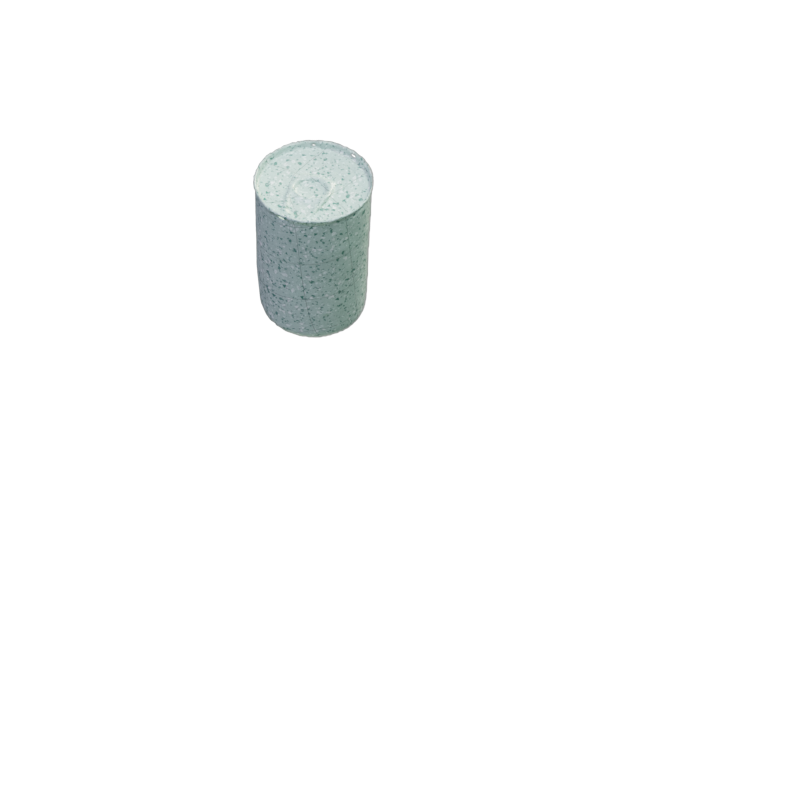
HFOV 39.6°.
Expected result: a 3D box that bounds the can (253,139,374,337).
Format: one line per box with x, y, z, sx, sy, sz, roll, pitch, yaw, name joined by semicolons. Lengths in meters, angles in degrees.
-0.052;-0.094;0.659;0.068;0.074;0.095;0;-40;-3;can
